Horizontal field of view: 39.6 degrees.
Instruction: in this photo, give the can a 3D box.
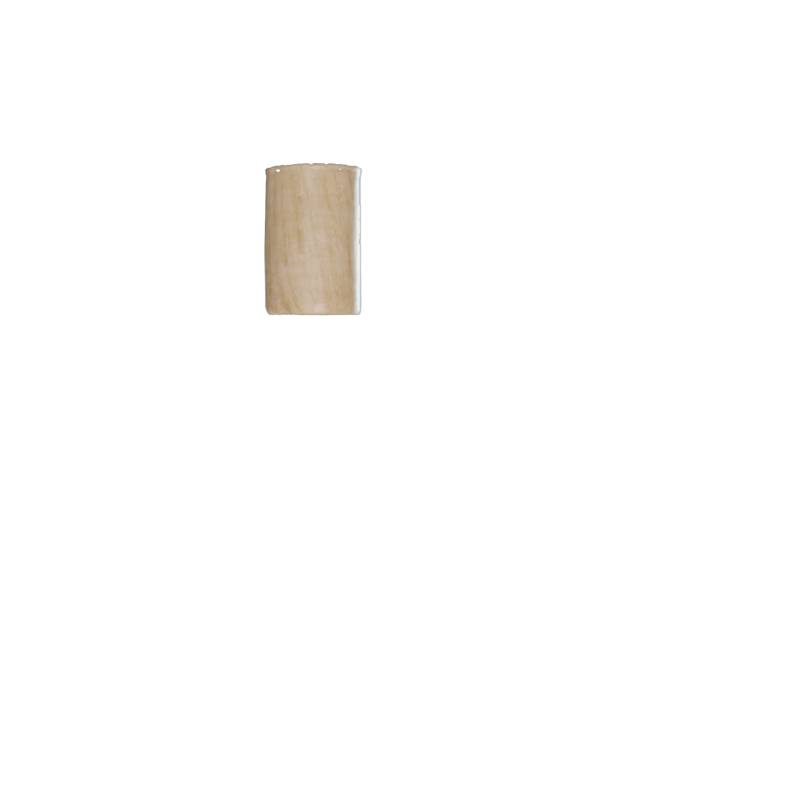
[{"bbox_3d":[-0.060,-0.110,0.772,0.068,0.103,0.068,0,-1,-2],"label":"can"}]
